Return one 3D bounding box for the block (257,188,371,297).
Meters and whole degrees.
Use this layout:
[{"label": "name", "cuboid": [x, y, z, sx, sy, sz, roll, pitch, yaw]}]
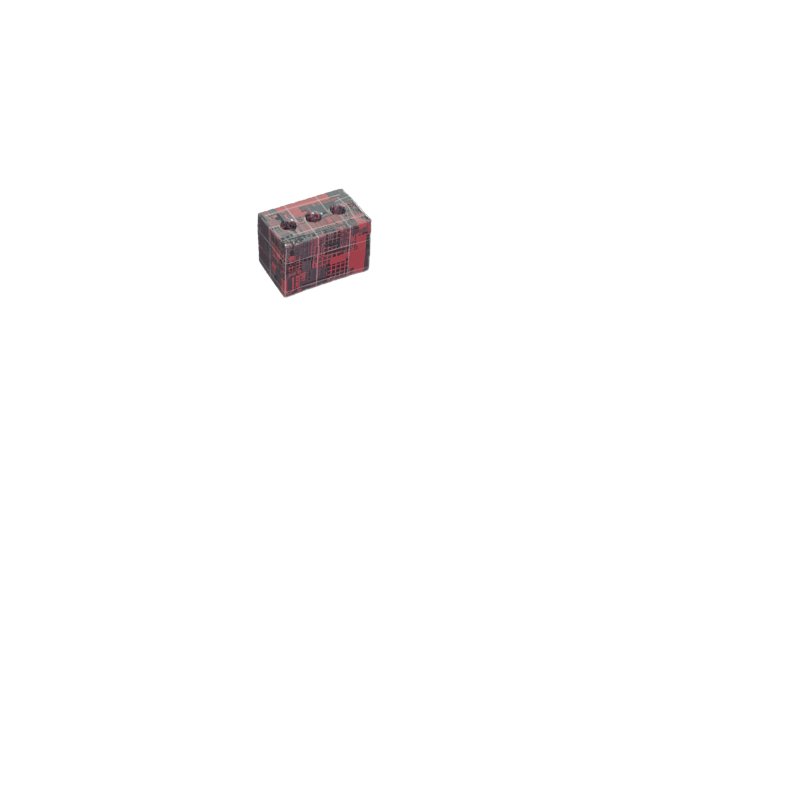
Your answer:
[{"label": "block", "cuboid": [-0.069, -0.126, 0.885, 0.077, 0.048, 0.057, -21, 47, -22]}]
